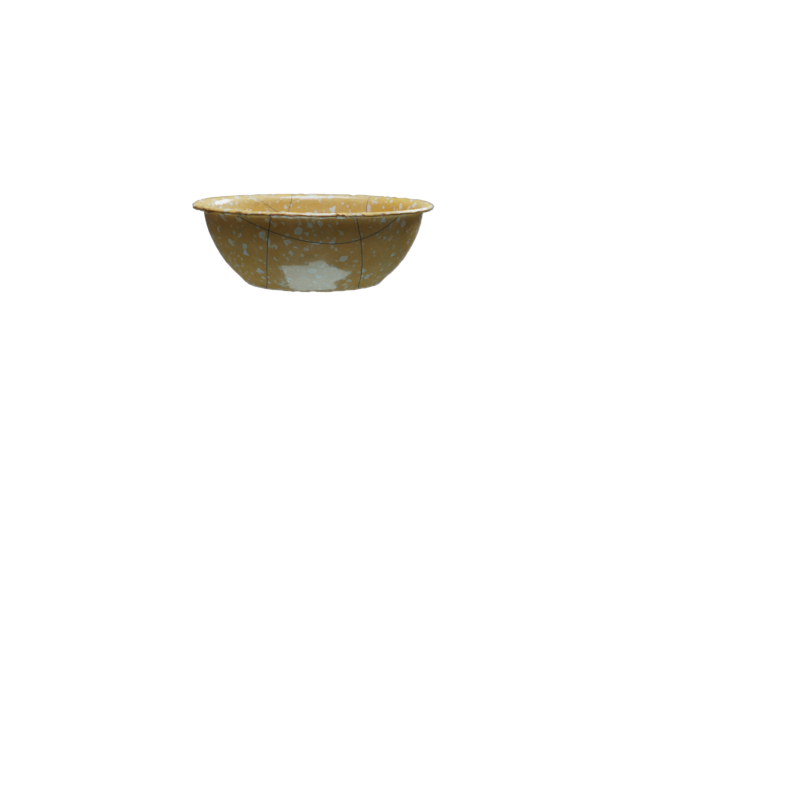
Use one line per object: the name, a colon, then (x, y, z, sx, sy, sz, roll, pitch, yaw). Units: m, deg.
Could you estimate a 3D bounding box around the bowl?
bowl: (-0.058, -0.106, 0.745, 0.162, 0.054, 0.166, 0, 14, -2)
